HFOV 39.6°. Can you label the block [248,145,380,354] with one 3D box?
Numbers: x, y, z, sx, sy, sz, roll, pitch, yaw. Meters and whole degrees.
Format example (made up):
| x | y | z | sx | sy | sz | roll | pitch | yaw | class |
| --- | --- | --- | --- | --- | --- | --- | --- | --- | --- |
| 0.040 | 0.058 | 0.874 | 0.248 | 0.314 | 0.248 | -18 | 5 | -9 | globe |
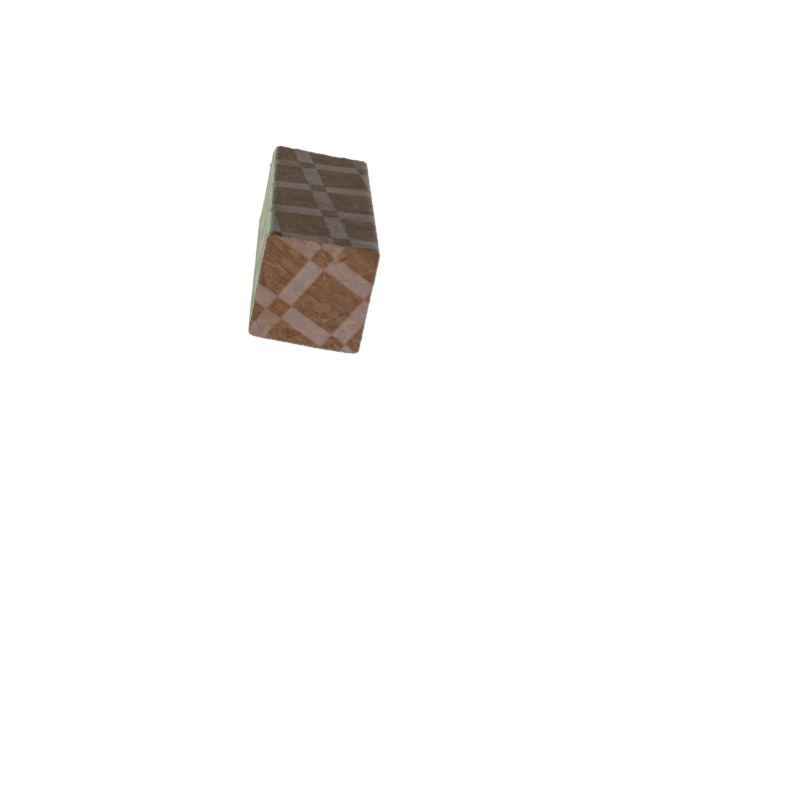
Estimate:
| x | y | z | sx | sy | sz | roll | pitch | yaw | class |
| --- | --- | --- | --- | --- | --- | --- | --- | --- | --- |
| -0.074 | -0.134 | 0.940 | 0.089 | 0.086 | 0.219 | 9 | 29 | -9 | block |
